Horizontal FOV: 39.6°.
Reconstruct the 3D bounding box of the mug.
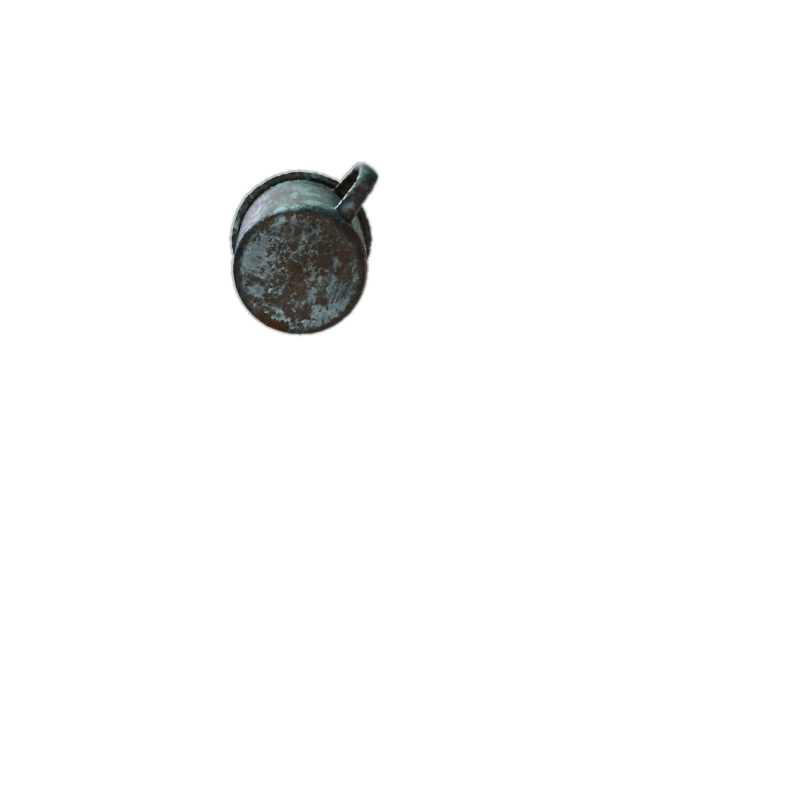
[{"bbox_3d":[-0.054,-0.099,0.692,0.091,0.116,0.085,41,12,-14],"label":"mug"}]
